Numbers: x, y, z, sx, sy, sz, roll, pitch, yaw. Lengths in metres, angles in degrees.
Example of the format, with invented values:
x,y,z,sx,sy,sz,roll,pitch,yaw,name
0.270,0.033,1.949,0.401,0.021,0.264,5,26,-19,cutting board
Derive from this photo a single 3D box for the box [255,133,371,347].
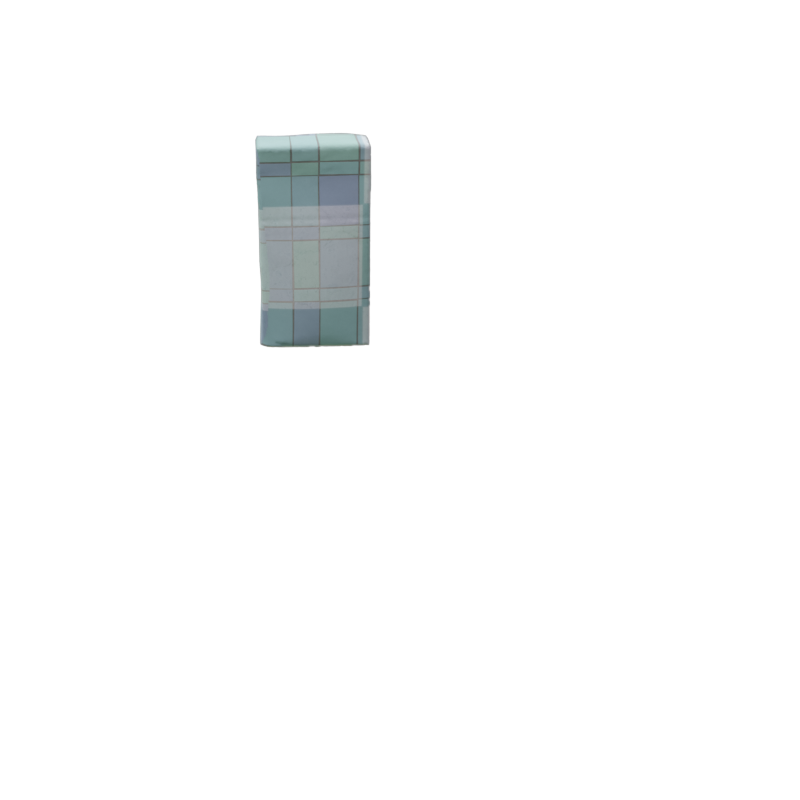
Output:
x,y,z,sx,sy,sz,roll,pitch,yaw,name
-0.071,-0.131,0.915,0.093,0.169,0.050,-1,20,-5,box
